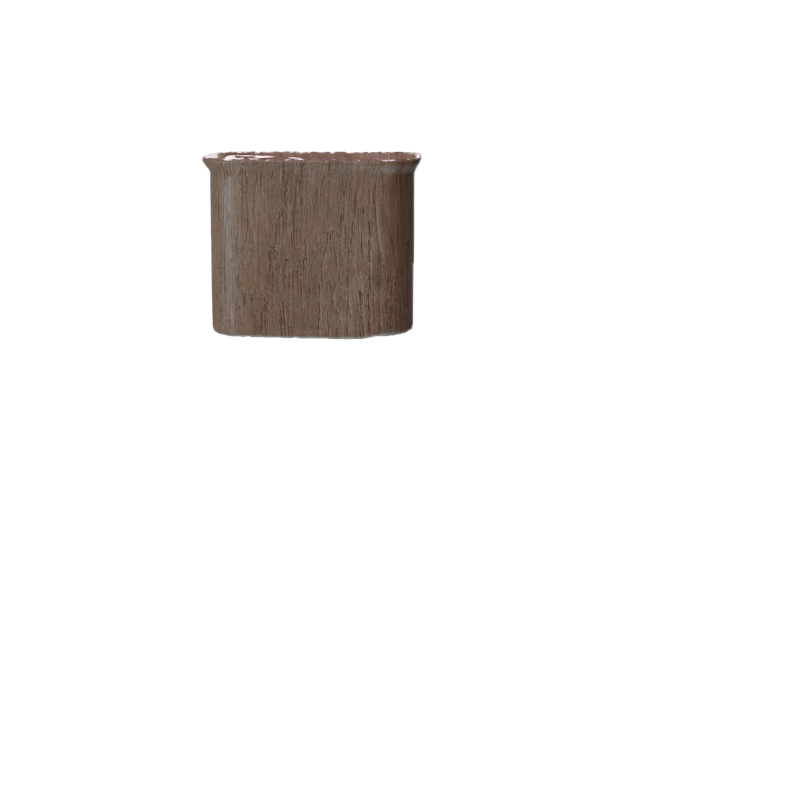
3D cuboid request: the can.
[{"bbox_3d":[-0.042,-0.076,0.530,0.103,0.082,0.058,2,11,5],"label":"can"}]
